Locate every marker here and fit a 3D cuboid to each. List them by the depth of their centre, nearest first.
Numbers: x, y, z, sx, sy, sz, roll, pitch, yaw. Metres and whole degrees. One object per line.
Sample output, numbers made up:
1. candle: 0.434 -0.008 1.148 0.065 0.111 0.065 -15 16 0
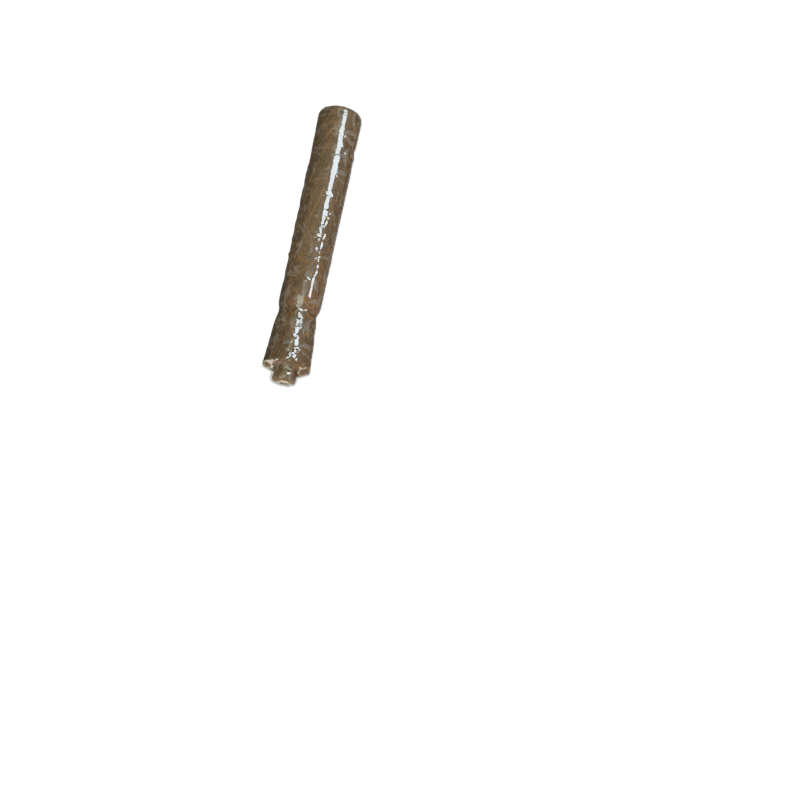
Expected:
1. marker: -0.035 -0.064 0.447 0.020 0.127 0.019 9 -24 2
